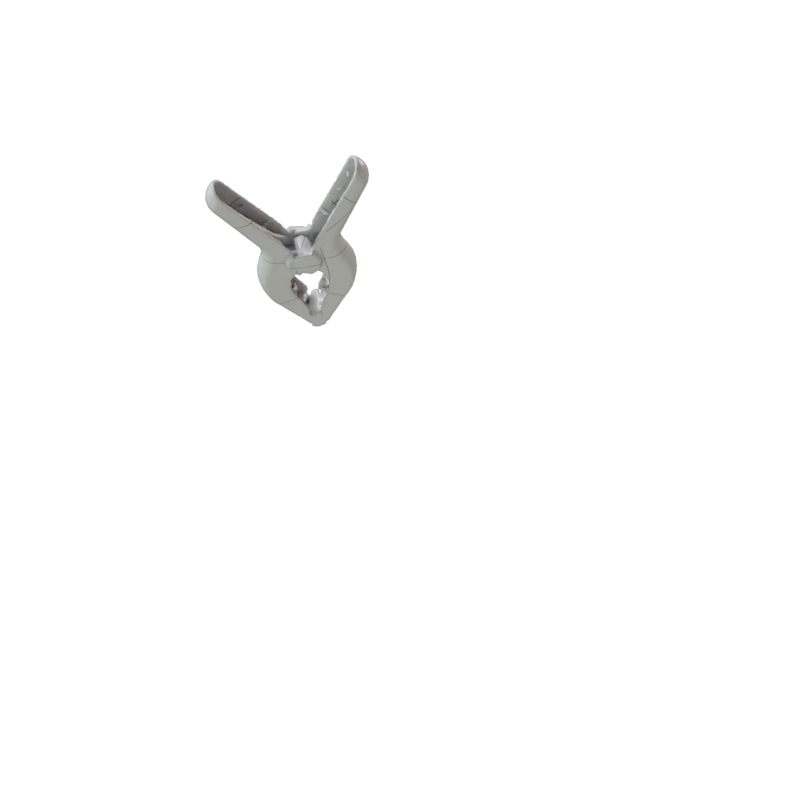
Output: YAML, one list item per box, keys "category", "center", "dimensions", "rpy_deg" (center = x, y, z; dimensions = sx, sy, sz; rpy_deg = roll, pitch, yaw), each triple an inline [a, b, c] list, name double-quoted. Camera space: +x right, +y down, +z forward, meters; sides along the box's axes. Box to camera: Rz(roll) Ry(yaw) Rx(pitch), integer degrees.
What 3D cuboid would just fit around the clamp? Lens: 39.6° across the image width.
- category: "clamp"
  center: [-0.067, -0.123, 0.860]
  dimensions: [0.121, 0.042, 0.158]
  rpy_deg: [-9, -35, 13]
